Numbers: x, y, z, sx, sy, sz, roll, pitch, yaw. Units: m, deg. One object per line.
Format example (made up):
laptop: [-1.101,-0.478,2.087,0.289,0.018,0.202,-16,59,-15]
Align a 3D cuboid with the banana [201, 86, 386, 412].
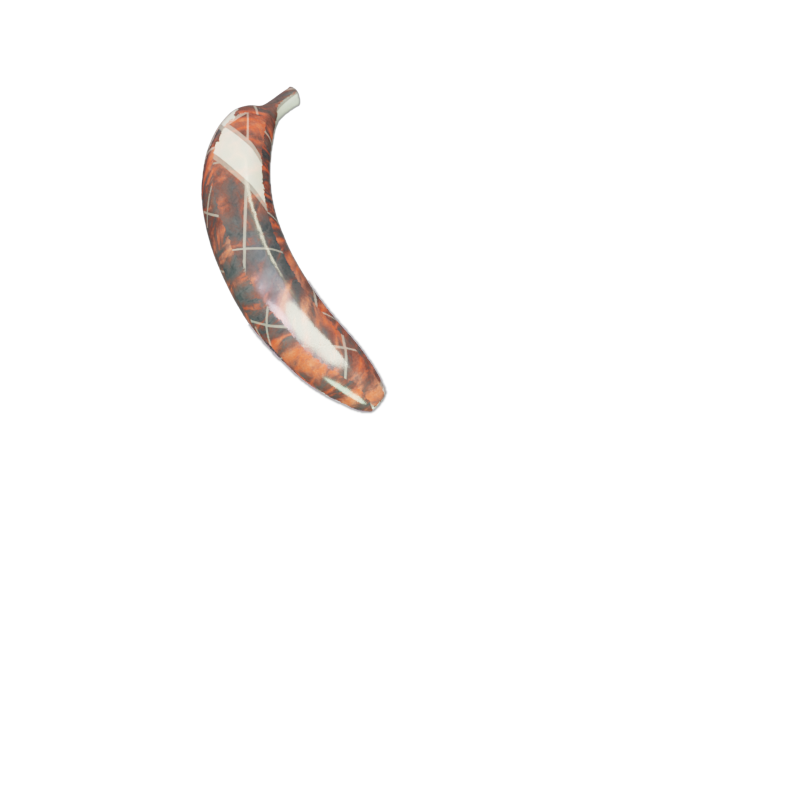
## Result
banana: [-0.065,-0.083,0.583,0.069,0.209,0.035,-13,-23,-6]
